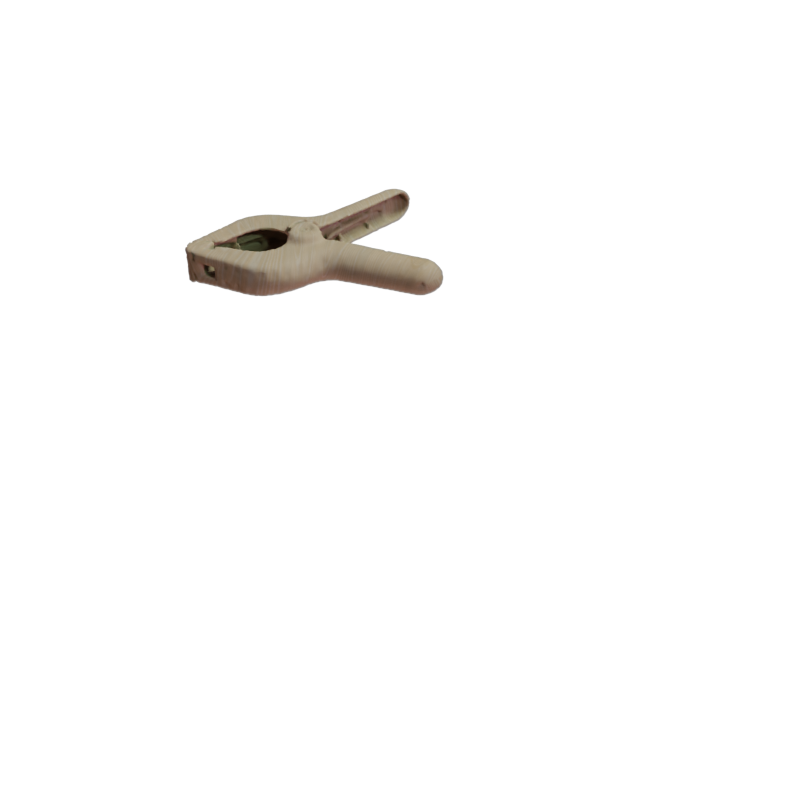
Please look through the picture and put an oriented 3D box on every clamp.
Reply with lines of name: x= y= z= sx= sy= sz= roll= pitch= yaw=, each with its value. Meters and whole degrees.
clamp: x=-0.060 y=-0.110 z=0.770 sx=0.171 sy=0.037 sz=0.127 roll=0 pitch=31 yaw=0
